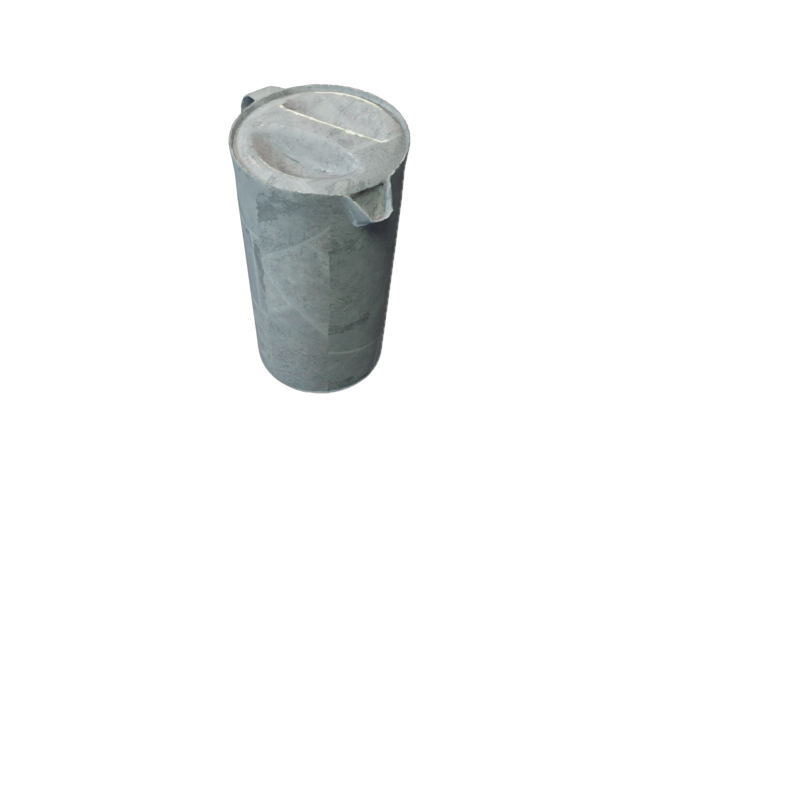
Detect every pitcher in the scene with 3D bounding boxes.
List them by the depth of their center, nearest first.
[{"bbox_3d":[-0.070,-0.127,0.893,0.147,0.158,0.226,9,-43,5],"label":"pitcher"}]
